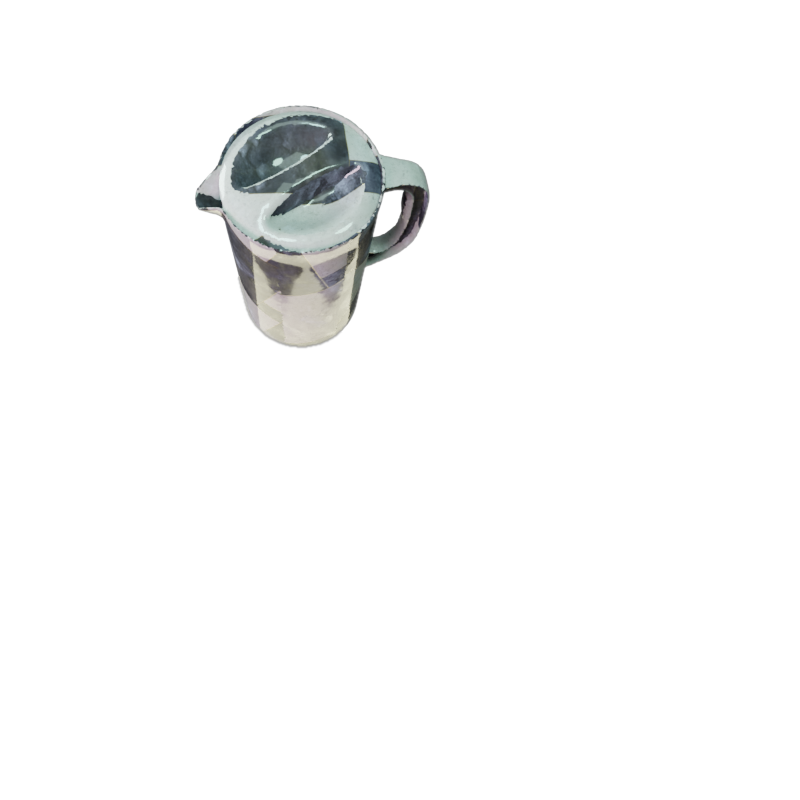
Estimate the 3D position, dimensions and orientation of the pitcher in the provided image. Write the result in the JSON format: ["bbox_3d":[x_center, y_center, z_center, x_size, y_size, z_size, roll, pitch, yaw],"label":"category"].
[{"bbox_3d":[-0.076,-0.138,0.966,0.154,0.148,0.231,34,-19,10],"label":"pitcher"}]
